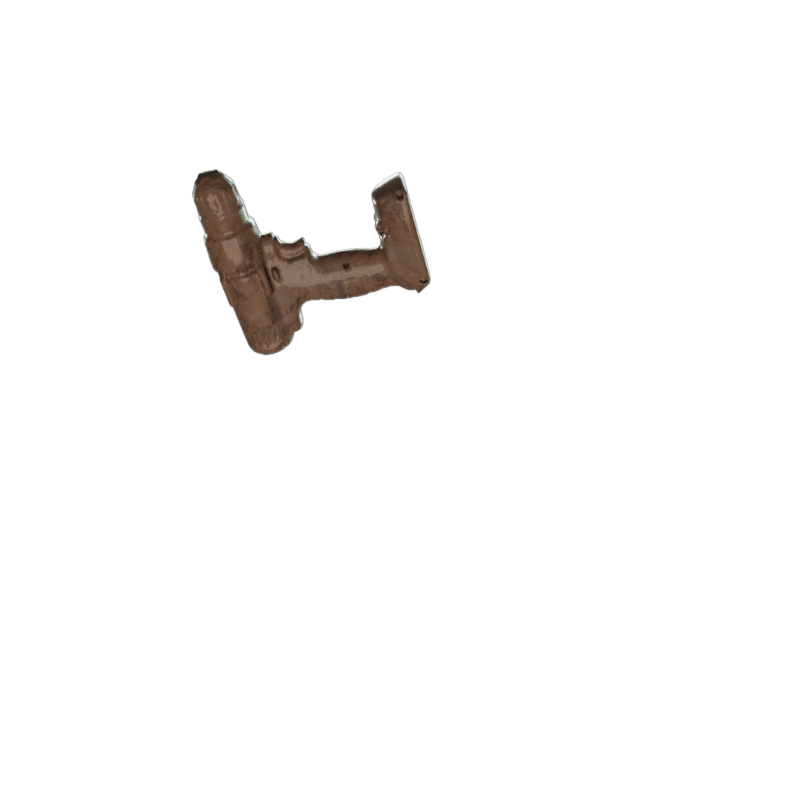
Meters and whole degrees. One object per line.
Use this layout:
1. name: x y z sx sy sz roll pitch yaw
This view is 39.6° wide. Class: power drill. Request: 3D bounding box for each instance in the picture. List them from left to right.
1. power drill: -0.078 -0.141 0.990 0.188 0.173 0.061 -15 28 8
